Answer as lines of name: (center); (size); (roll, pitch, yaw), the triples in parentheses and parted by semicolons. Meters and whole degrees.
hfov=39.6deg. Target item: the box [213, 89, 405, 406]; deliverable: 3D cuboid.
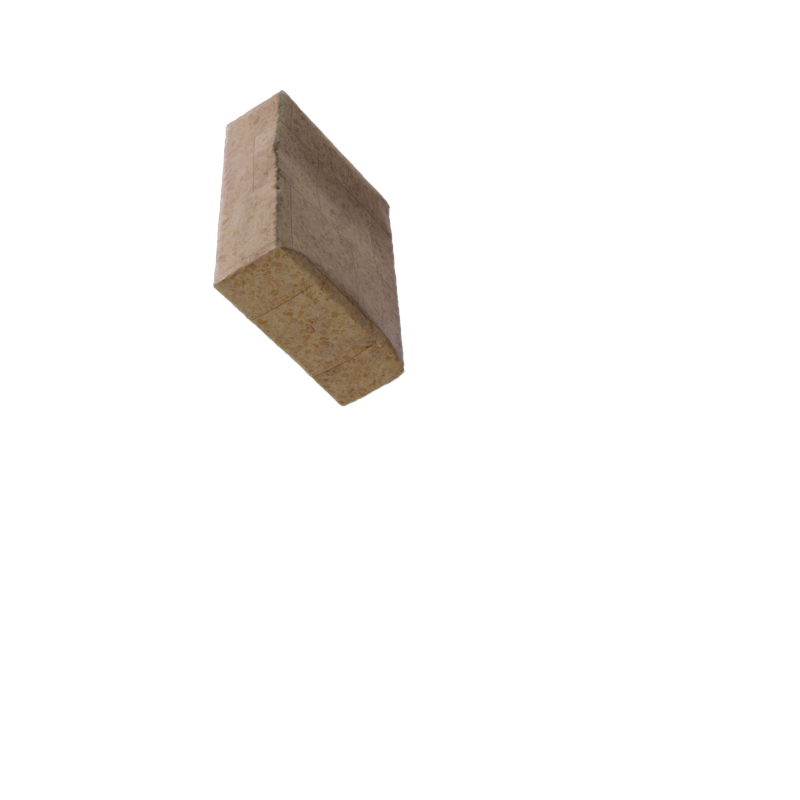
box: (-0.071, -0.129, 0.902); (0.072, 0.230, 0.153); (-30, -52, 23)
